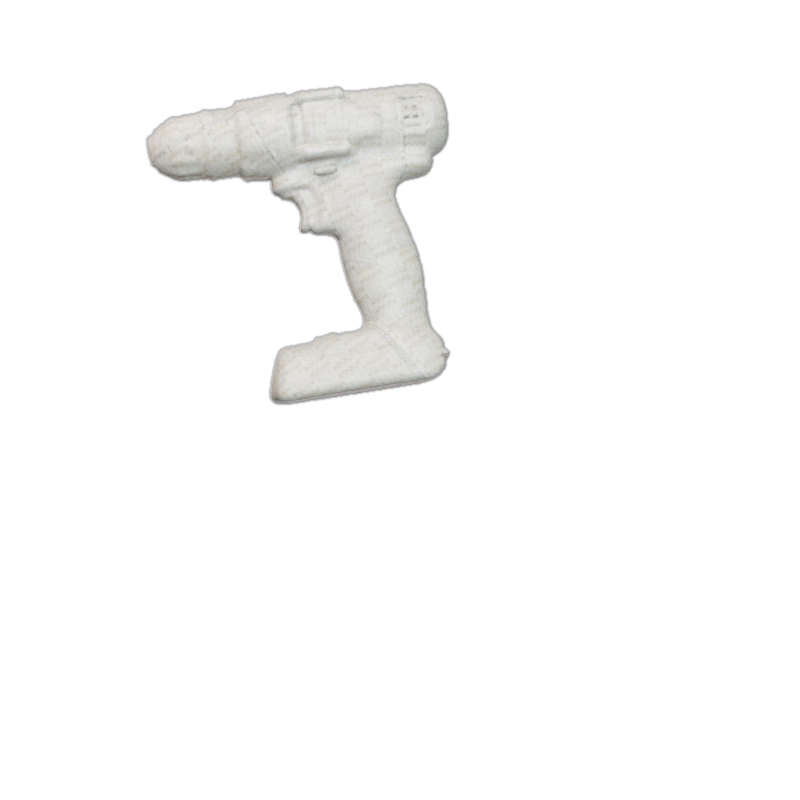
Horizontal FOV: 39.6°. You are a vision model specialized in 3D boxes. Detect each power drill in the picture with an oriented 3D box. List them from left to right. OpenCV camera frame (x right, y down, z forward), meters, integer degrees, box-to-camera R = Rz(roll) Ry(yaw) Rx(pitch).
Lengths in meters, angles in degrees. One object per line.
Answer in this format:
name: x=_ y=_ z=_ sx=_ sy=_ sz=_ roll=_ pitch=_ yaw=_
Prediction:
power drill: x=-0.052 y=-0.095 z=0.668 sx=0.184 sy=0.192 sz=0.056 roll=-8 pitch=-8 yaw=-2
